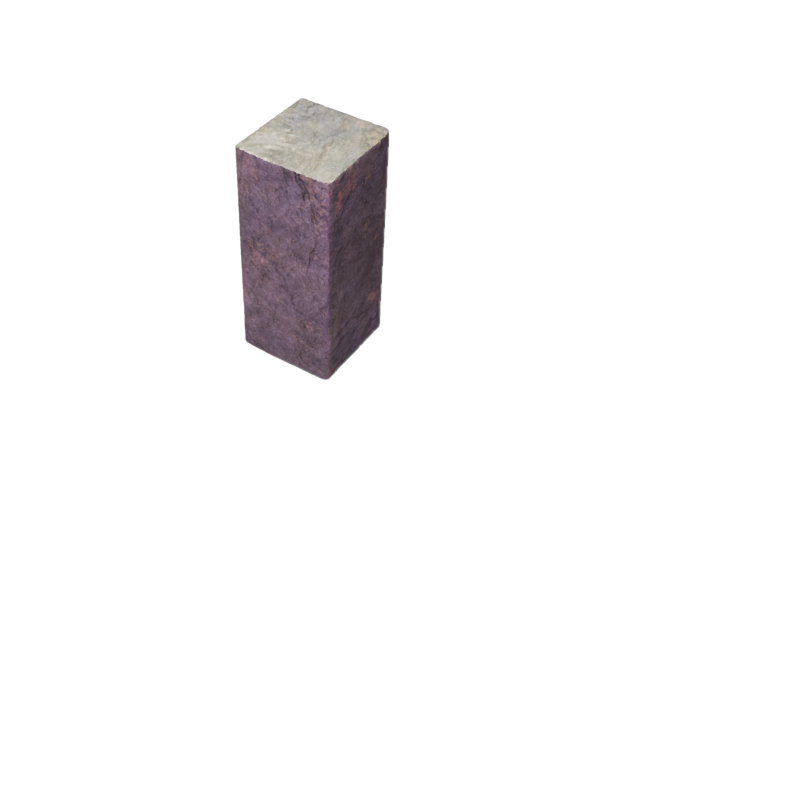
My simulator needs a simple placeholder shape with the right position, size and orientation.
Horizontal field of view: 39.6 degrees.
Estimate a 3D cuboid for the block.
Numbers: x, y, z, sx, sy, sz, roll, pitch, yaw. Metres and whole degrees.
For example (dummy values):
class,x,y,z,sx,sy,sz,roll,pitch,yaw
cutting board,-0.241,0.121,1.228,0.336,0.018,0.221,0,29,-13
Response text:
class,x,y,z,sx,sy,sz,roll,pitch,yaw
block,-0.072,-0.131,0.919,0.095,0.192,0.092,25,46,23
